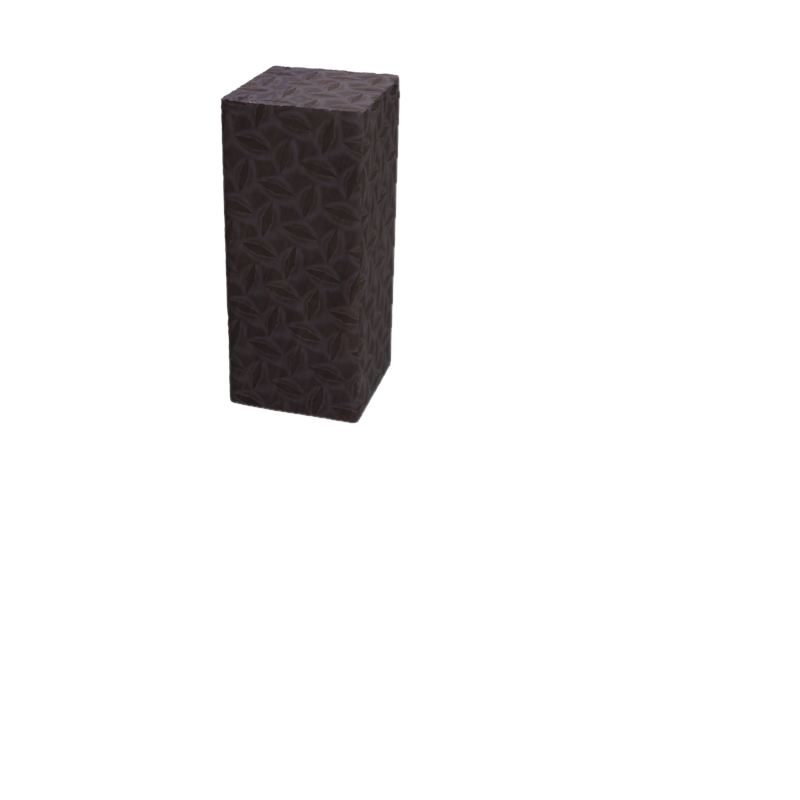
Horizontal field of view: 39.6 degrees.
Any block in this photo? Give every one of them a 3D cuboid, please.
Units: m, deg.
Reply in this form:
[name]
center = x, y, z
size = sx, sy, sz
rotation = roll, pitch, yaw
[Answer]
[block]
center = -0.055, -0.102, 0.714
size = 0.092, 0.196, 0.093
rotation = 8, 25, 14
